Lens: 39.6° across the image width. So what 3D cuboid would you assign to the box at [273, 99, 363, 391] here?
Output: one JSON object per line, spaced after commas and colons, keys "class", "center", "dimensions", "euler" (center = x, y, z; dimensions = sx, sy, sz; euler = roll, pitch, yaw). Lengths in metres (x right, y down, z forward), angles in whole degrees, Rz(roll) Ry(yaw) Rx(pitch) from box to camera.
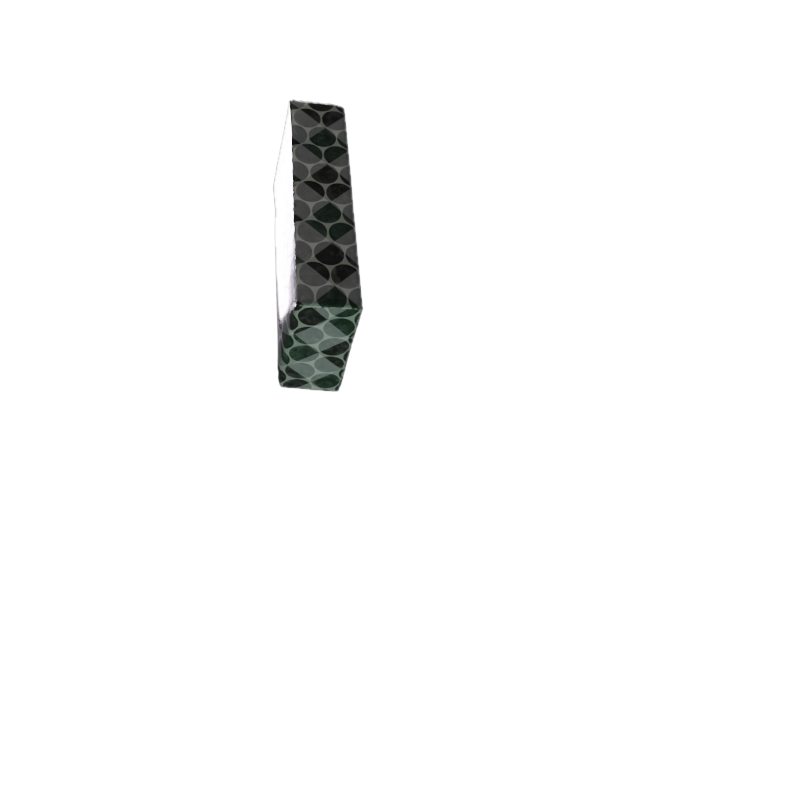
{"class": "box", "center": [-0.057, -0.104, 0.728], "dimensions": [0.047, 0.189, 0.088], "euler": [5, -37, -11]}
